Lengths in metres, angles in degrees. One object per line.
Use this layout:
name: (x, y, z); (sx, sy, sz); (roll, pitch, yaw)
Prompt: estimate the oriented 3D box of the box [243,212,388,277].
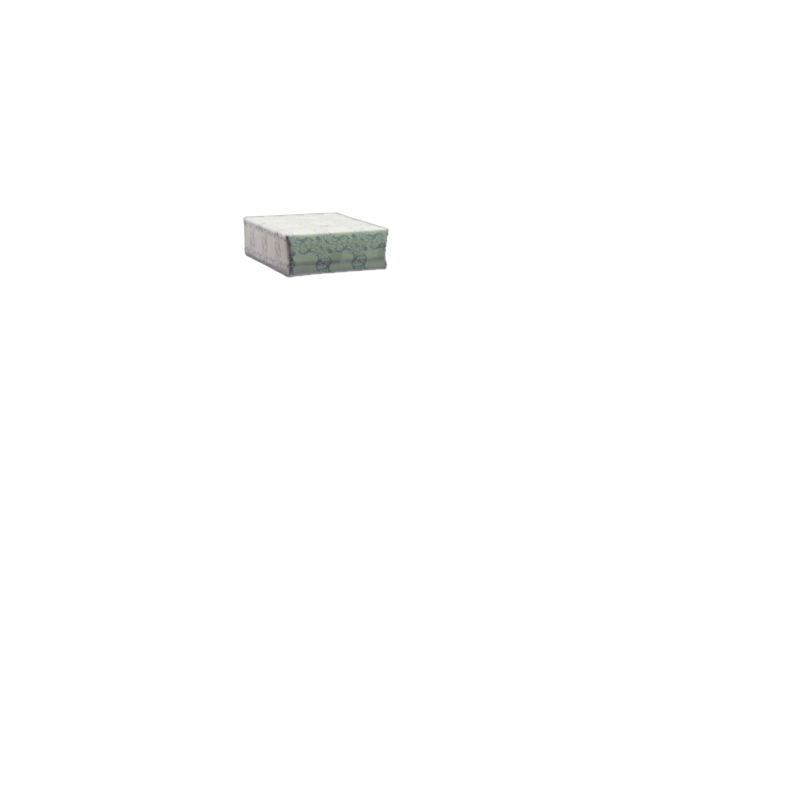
box: (-0.073, -0.133, 0.933); (0.088, 0.038, 0.120); (-8, 20, -23)
